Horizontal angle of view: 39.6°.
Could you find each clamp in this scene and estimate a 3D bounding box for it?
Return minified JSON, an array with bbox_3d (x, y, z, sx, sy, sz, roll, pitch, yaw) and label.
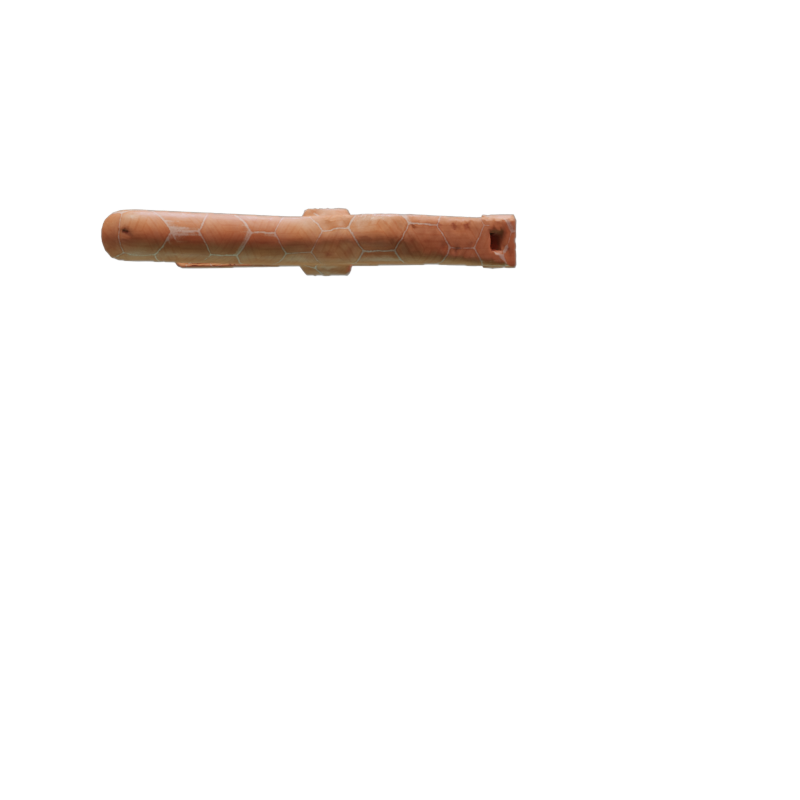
[{"bbox_3d":[-0.046,-0.084,0.586,0.213,0.036,0.163,1,6,11],"label":"clamp"}]
